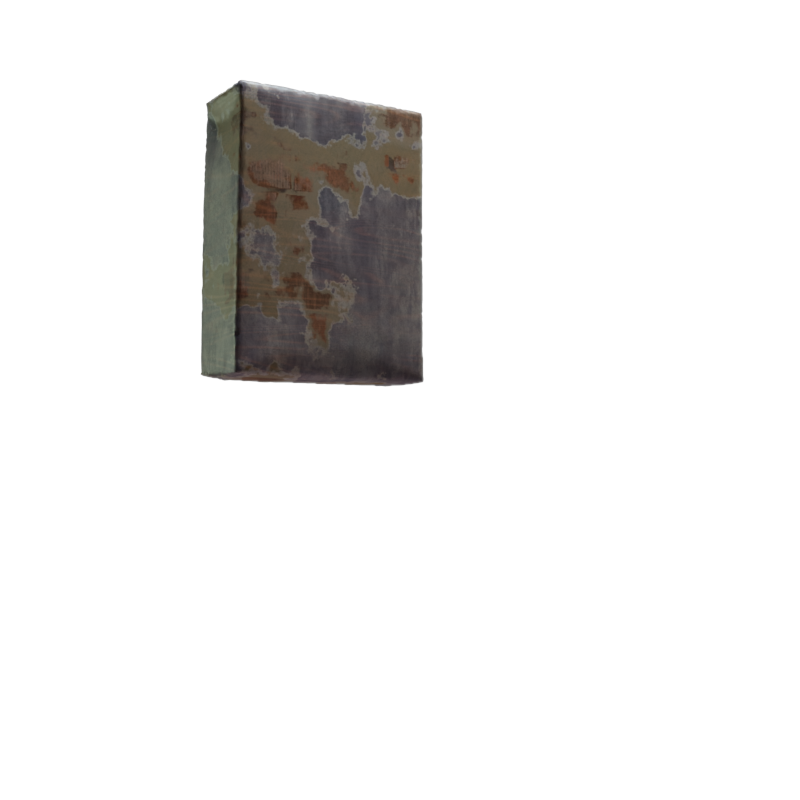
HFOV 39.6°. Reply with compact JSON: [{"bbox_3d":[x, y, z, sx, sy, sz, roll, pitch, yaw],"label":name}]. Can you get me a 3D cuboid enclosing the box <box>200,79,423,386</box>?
[{"bbox_3d":[-0.066,-0.120,0.844,0.158,0.219,0.073,4,-11,-32],"label":"box"}]
